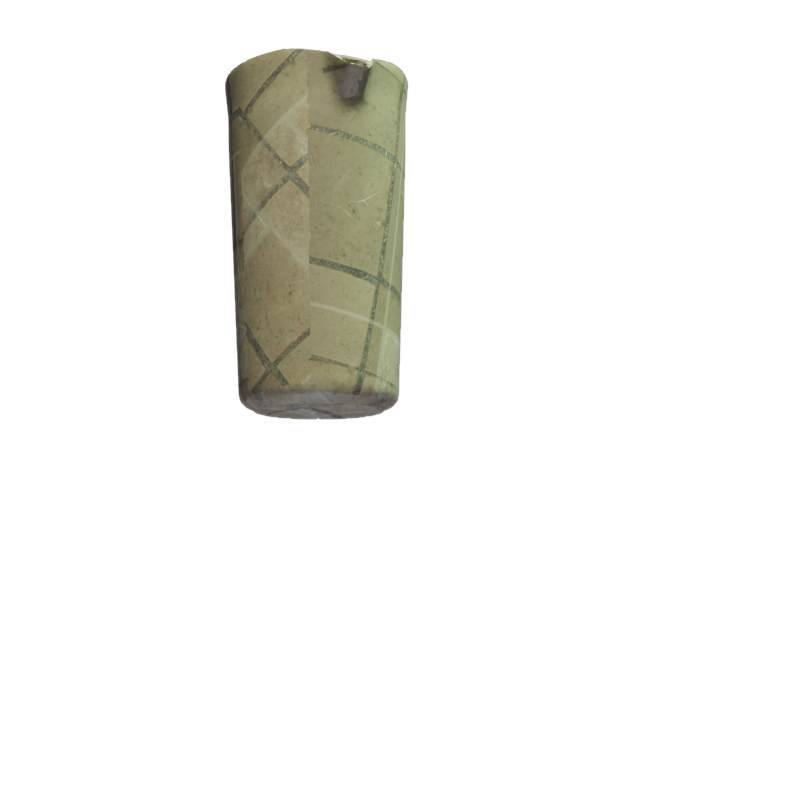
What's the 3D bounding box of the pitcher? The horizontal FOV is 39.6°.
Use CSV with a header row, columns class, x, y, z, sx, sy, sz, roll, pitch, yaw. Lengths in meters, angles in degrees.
class,x,y,z,sx,sy,sz,roll,pitch,yaw
pitcher,-0.061,-0.112,0.784,0.148,0.252,0.141,-6,-15,21
